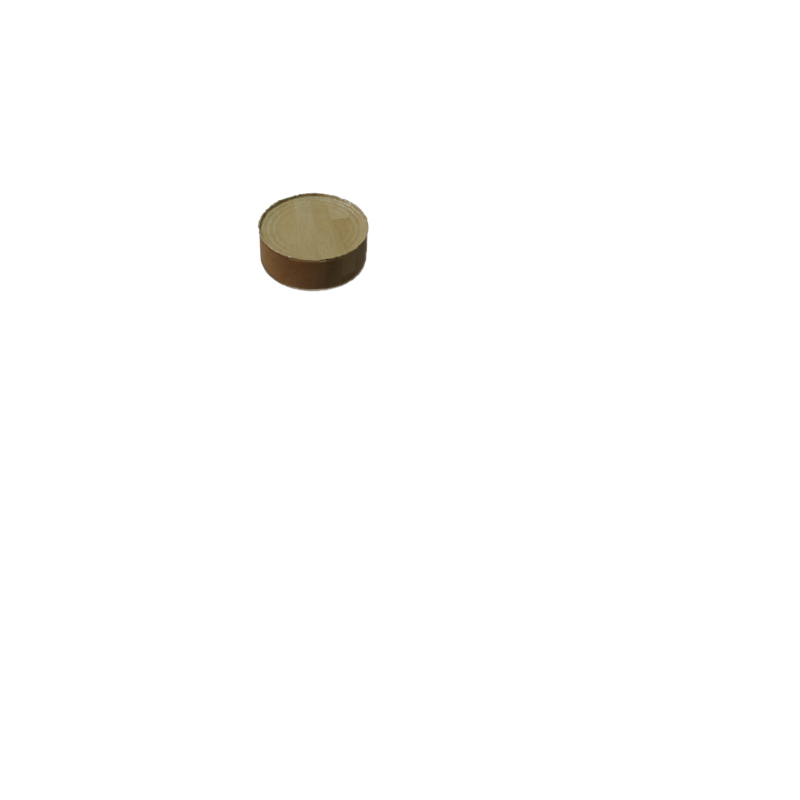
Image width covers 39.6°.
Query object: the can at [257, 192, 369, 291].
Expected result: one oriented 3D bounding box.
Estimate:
[{"bbox_3d":[-0.068,-0.124,0.867,0.086,0.031,0.092,-1,43,-2],"label":"can"}]
